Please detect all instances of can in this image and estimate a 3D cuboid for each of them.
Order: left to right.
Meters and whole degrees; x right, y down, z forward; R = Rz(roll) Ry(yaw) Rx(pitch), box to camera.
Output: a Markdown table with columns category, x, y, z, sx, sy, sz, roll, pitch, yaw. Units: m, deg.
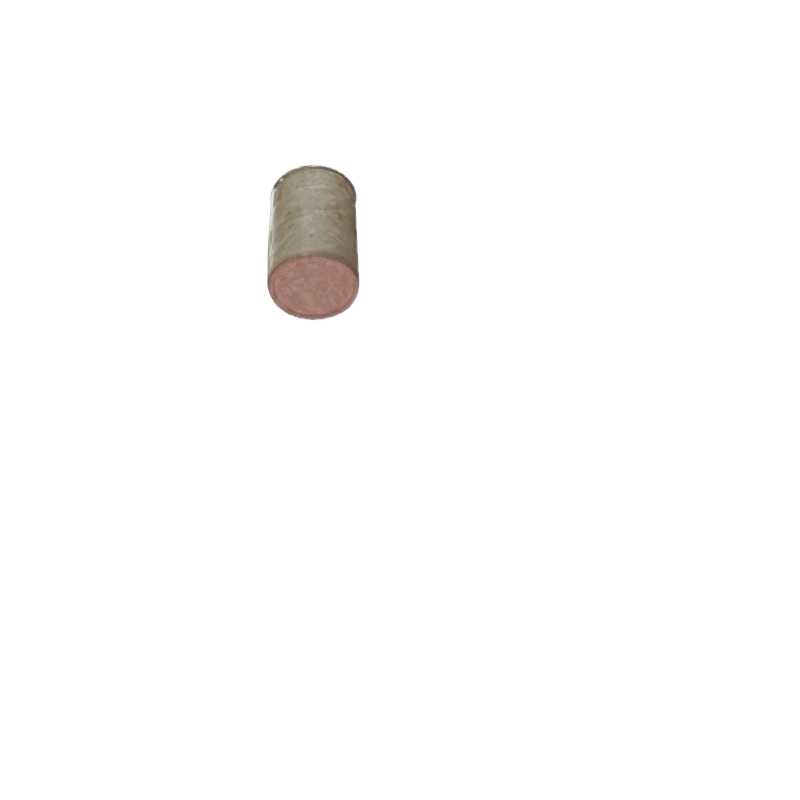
| category | x | y | z | sx | sy | sz | roll | pitch | yaw |
| --- | --- | --- | --- | --- | --- | --- | --- | --- | --- |
| can | -0.065 | -0.119 | 0.836 | 0.068 | 0.110 | 0.064 | -1 | -43 | -3 |
